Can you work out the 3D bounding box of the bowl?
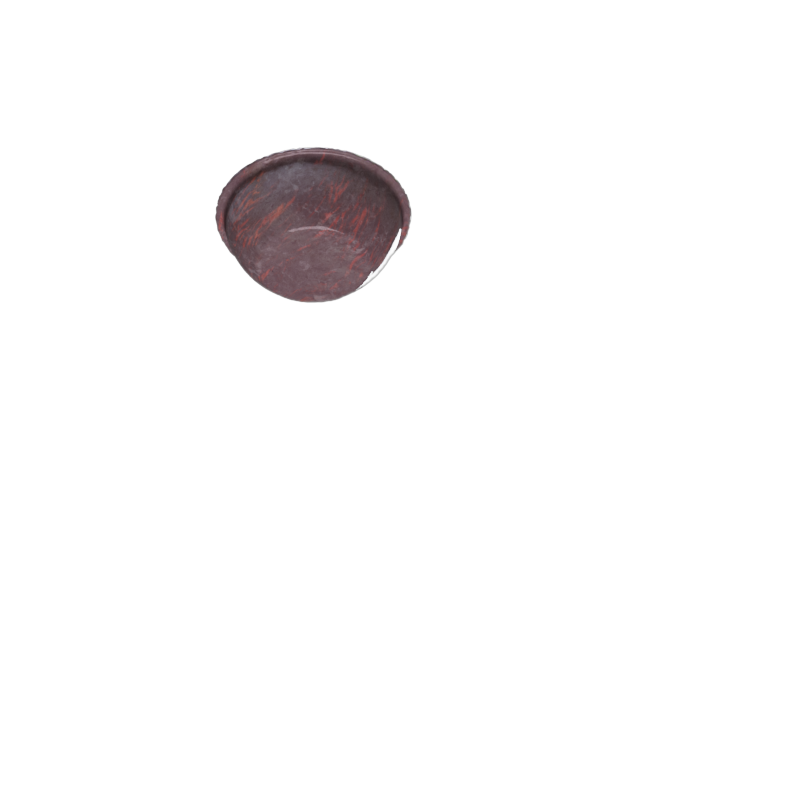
[{"bbox_3d":[-0.070,-0.128,0.898,0.162,0.059,0.151,1,-39,-1],"label":"bowl"}]
